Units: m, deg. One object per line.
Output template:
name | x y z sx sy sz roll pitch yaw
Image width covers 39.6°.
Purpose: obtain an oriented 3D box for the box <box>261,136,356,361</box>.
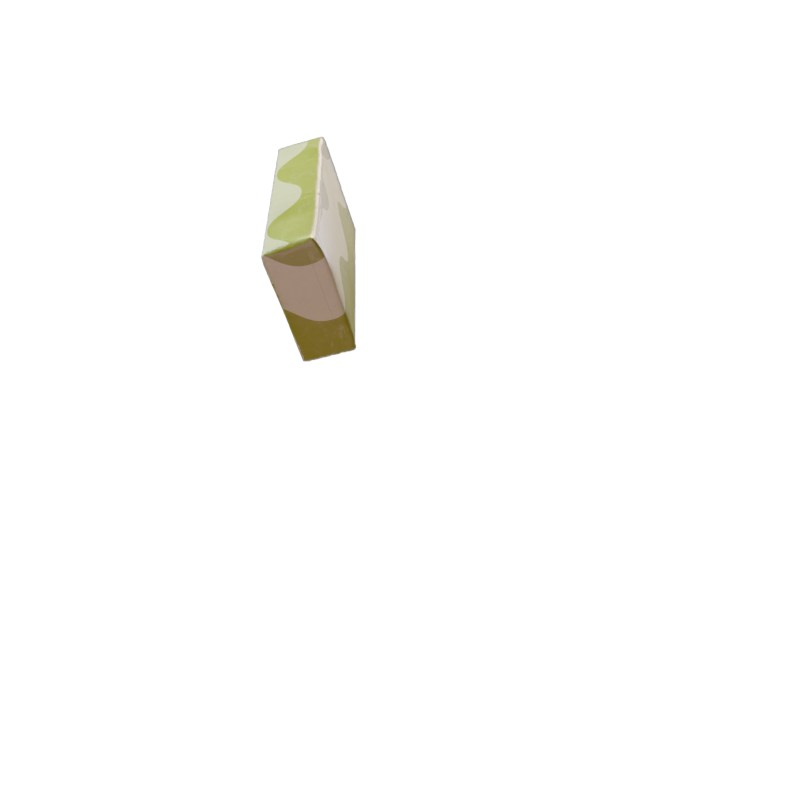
box | -0.065 -0.118 0.826 0.048 0.087 0.188 -16 32 6
